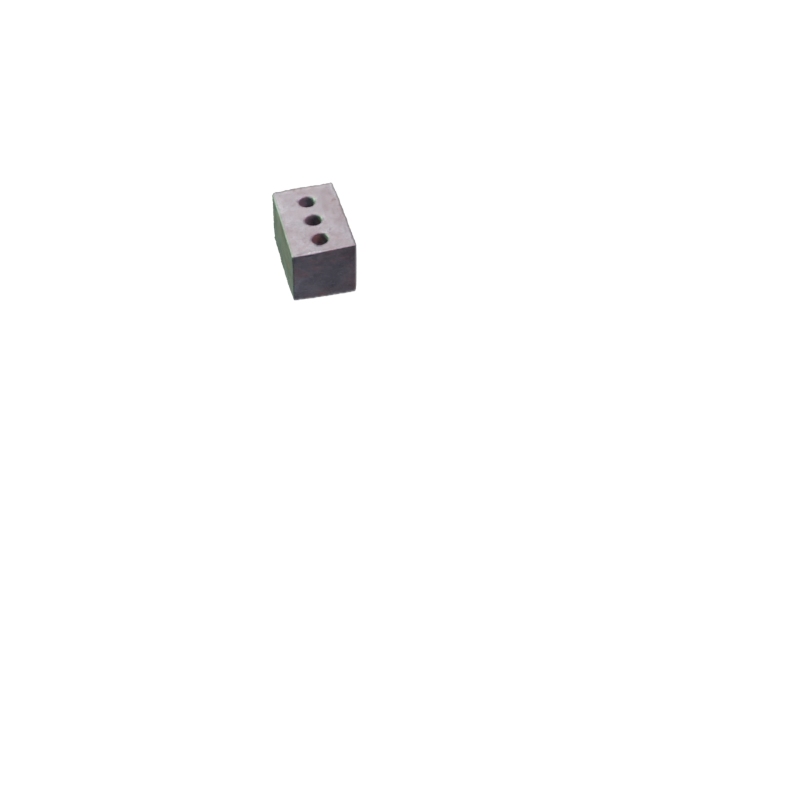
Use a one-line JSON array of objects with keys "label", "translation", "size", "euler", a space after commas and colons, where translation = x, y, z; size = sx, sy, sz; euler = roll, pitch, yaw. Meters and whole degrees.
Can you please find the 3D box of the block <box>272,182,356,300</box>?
[{"label": "block", "translation": [-0.070, -0.127, 0.892], "size": [0.052, 0.084, 0.048], "euler": [-11, -40, -12]}]
